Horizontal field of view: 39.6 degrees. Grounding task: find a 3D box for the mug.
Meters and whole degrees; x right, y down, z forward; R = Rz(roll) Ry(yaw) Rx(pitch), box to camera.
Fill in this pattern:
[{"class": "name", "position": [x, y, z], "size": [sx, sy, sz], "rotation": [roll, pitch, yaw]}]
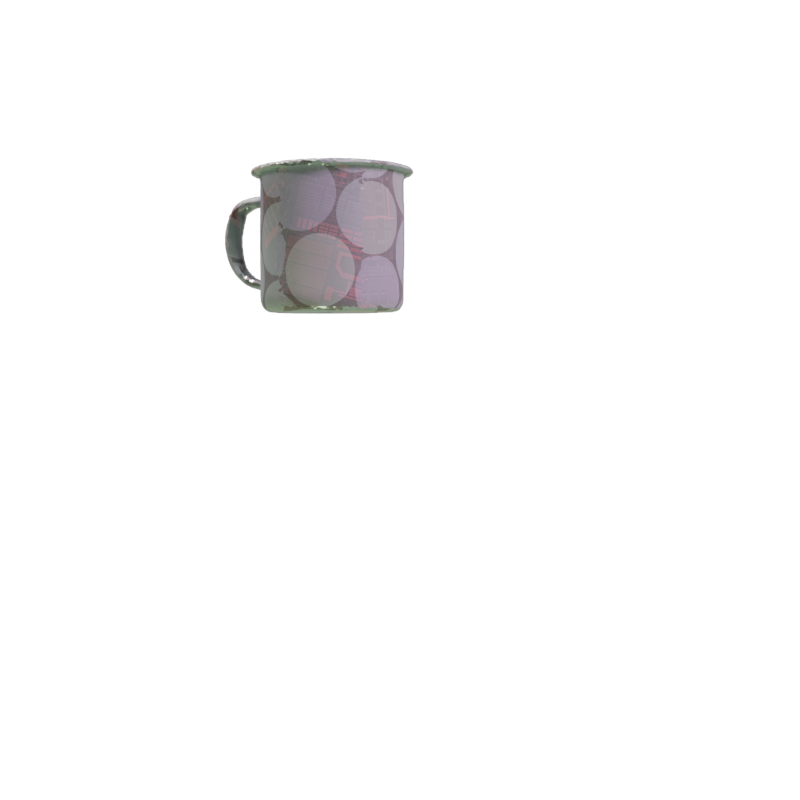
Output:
[{"class": "mug", "position": [-0.050, -0.091, 0.638], "size": [0.120, 0.082, 0.090], "rotation": [0, 0, 25]}]
